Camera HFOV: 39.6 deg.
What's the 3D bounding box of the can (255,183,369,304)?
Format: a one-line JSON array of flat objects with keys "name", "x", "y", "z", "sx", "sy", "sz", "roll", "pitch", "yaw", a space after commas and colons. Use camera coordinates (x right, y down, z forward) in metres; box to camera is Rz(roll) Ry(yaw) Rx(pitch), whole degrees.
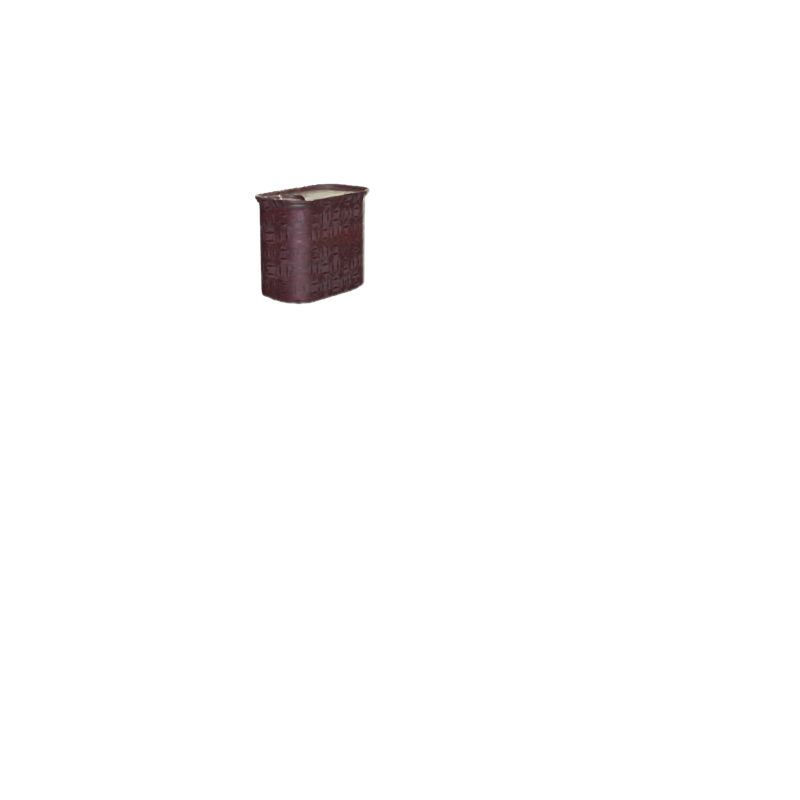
[{"name": "can", "x": -0.071, "y": -0.130, "z": 0.911, "sx": 0.060, "sy": 0.081, "sz": 0.100, "roll": 10, "pitch": 18, "yaw": 34}]
